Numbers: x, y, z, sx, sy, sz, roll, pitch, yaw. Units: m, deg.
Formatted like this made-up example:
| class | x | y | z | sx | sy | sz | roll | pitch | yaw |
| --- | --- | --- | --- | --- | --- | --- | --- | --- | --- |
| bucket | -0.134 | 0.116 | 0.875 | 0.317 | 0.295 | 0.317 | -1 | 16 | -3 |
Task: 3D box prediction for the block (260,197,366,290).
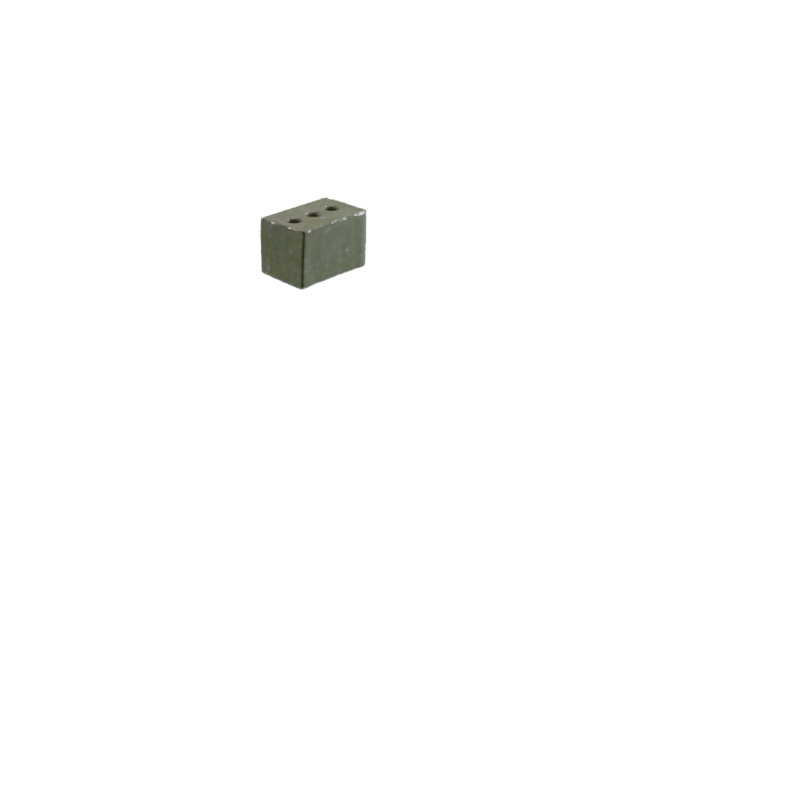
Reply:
| class | x | y | z | sx | sy | sz | roll | pitch | yaw |
| --- | --- | --- | --- | --- | --- | --- | --- | --- | --- |
| block | -0.073 | -0.134 | 0.935 | 0.056 | 0.049 | 0.077 | 22 | 33 | 37 |
